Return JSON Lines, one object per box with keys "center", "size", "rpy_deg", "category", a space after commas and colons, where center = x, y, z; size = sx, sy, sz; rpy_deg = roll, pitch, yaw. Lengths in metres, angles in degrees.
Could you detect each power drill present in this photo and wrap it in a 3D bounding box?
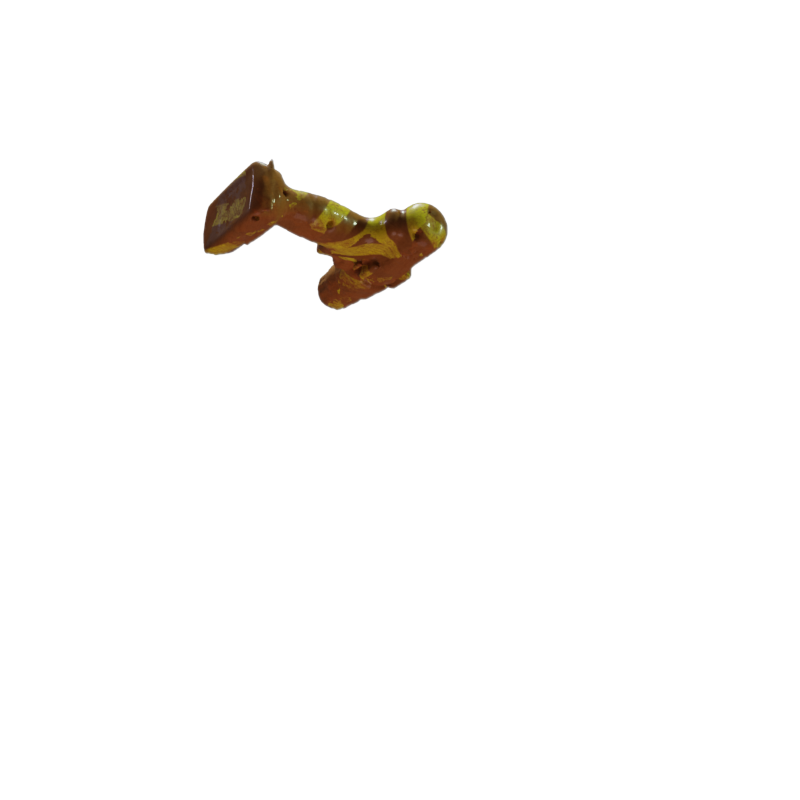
{"center": [-0.078, -0.143, 1.000], "size": [0.179, 0.061, 0.183], "rpy_deg": [13, -26, -29], "category": "power drill"}
